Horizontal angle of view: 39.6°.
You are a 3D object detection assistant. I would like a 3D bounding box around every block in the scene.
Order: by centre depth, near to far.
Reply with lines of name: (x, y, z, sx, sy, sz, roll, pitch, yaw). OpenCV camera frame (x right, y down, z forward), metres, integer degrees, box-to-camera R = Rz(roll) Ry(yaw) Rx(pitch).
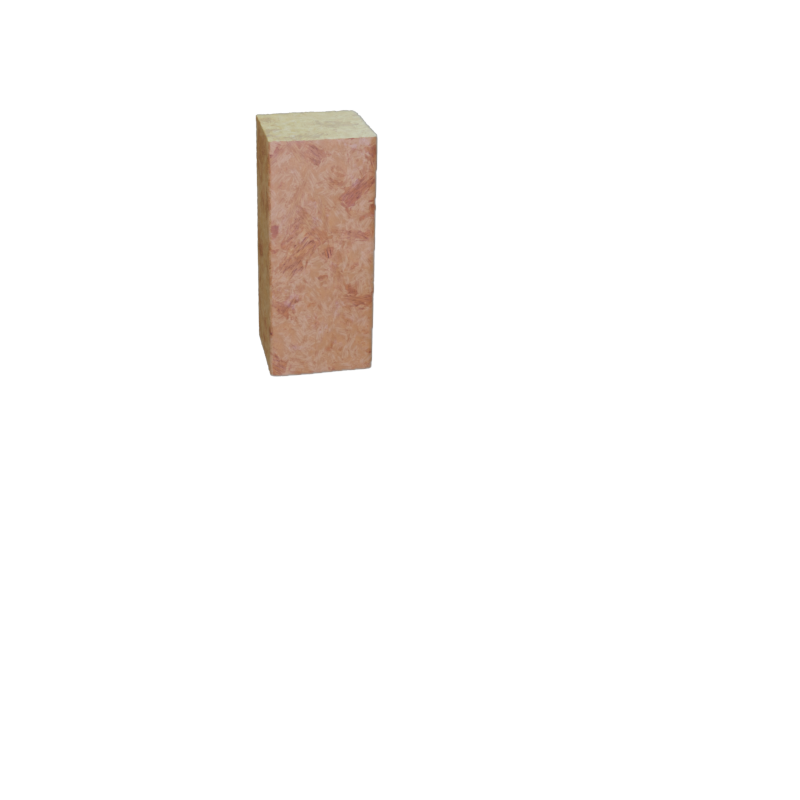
block: (-0.073, -0.135, 0.946, 0.089, 0.197, 0.096, -3, 23, -12)
